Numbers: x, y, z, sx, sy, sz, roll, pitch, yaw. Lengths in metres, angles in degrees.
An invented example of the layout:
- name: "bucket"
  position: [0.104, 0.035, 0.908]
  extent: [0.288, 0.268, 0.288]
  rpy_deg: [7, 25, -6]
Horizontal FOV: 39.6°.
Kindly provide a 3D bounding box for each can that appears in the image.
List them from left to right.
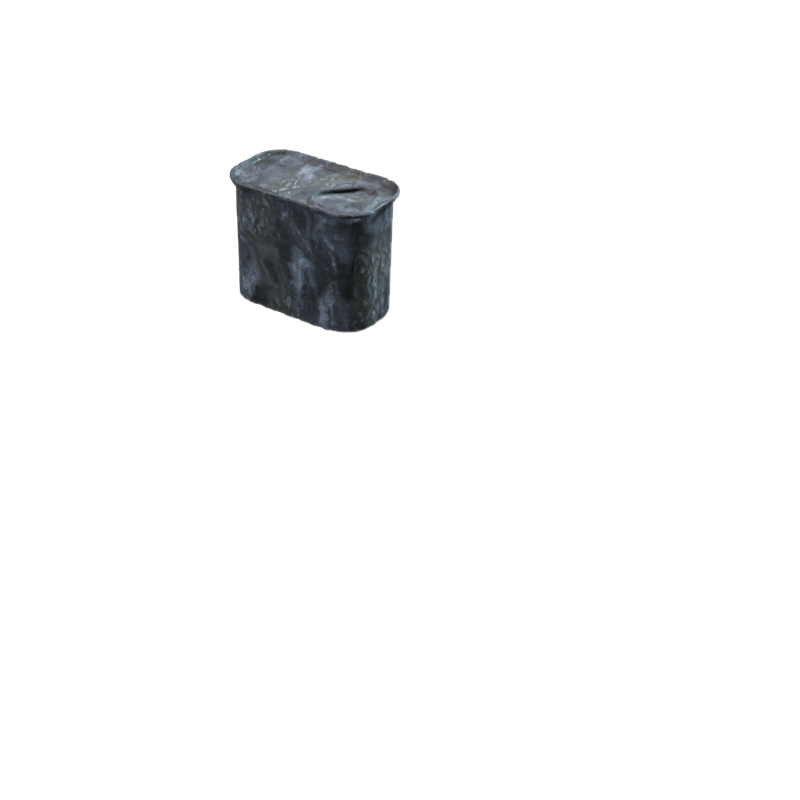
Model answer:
- name: "can"
  position: [-0.053, -0.096, 0.675]
  extent: [0.107, 0.079, 0.058]
  rpy_deg: [21, 37, 28]
